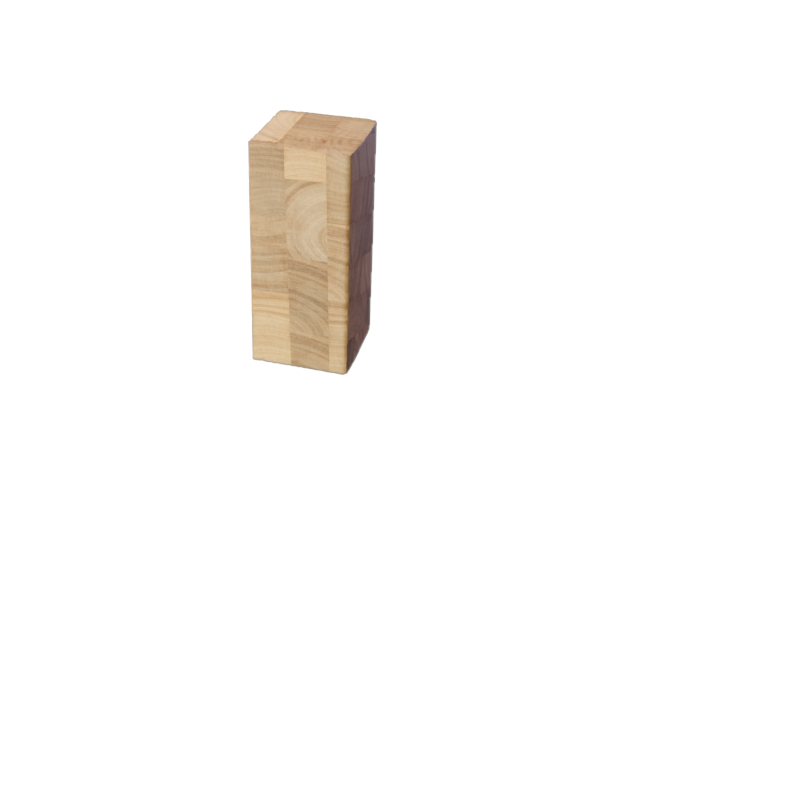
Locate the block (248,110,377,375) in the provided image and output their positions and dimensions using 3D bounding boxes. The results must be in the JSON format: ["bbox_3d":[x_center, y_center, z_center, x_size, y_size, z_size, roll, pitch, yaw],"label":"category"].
[{"bbox_3d":[-0.076,-0.139,0.971,0.093,0.195,0.093,9,29,12],"label":"block"}]
